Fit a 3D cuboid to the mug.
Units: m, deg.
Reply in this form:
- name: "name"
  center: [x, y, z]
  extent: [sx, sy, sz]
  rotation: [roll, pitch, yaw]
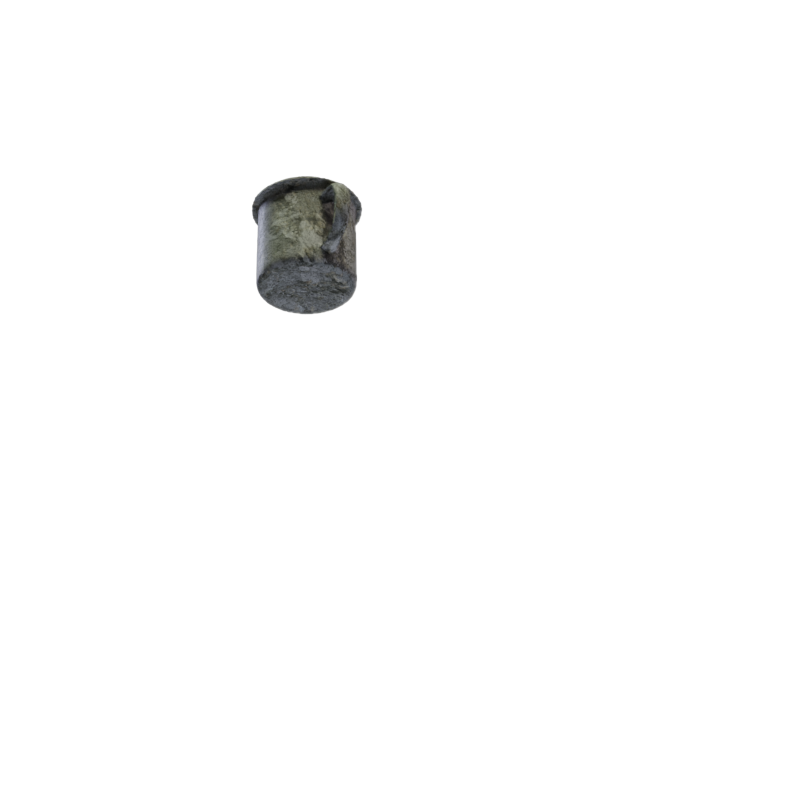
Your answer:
- name: "mug"
  center: [-0.071, -0.129, 0.904]
  extent: [0.089, 0.087, 0.115]
  rotation: [16, -35, -26]
